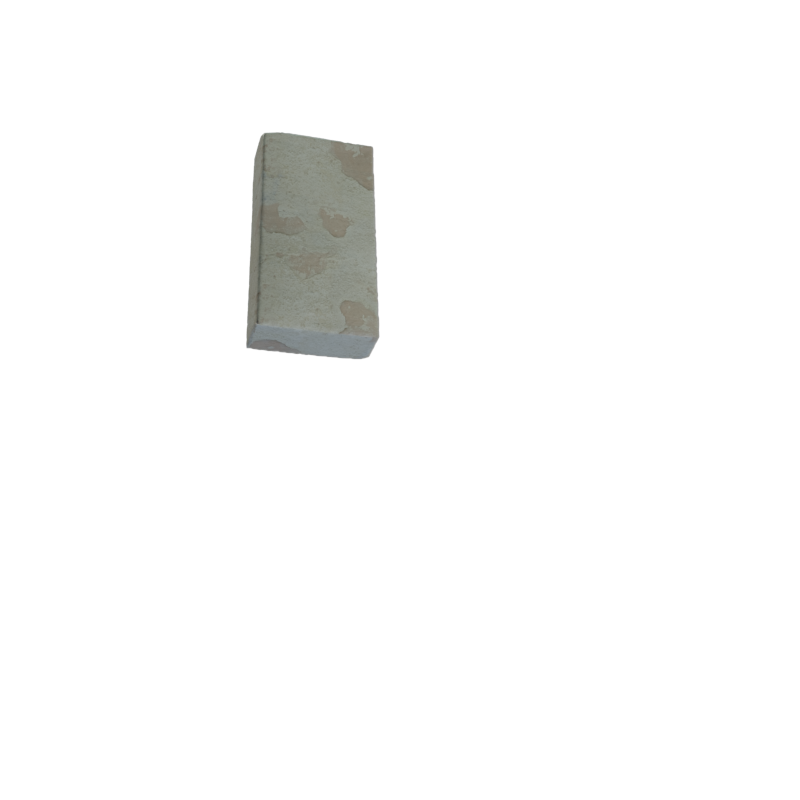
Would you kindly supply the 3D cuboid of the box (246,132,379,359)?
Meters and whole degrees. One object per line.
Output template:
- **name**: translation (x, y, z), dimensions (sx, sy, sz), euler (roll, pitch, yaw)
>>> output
- **box**: translation (-0.066, -0.120, 0.841), dimensions (0.091, 0.188, 0.046), euler (5, -30, -13)
